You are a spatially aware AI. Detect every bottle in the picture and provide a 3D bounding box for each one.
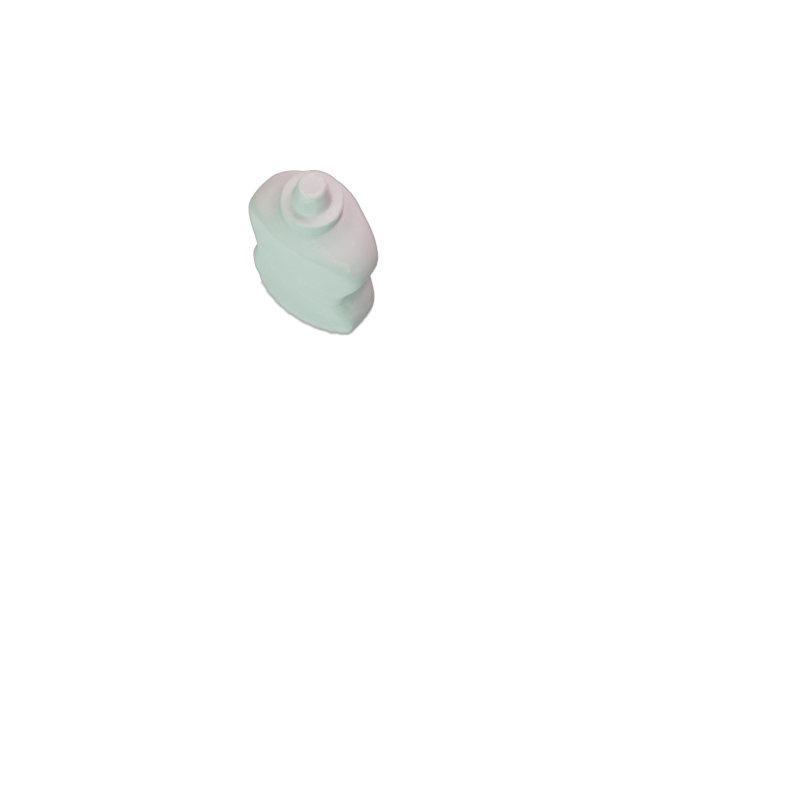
[{"bbox_3d":[-0.060,-0.109,0.768,0.099,0.059,0.184,39,-14,8],"label":"bottle"}]
